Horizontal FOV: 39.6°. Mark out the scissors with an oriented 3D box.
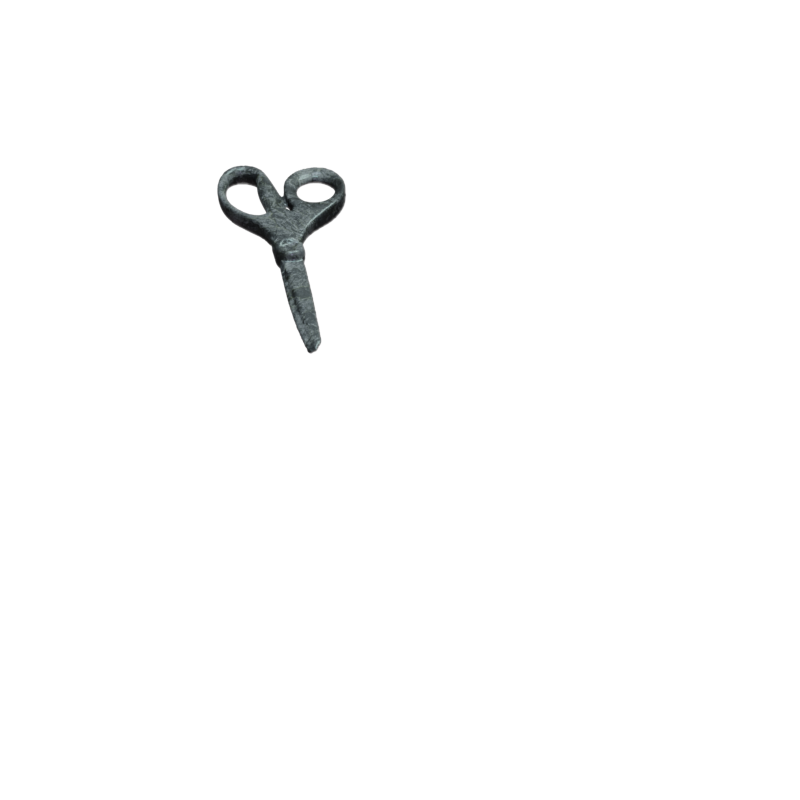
[{"bbox_3d":[-0.056,-0.101,0.710,0.095,0.015,0.218,-17,42,-20],"label":"scissors"}]
